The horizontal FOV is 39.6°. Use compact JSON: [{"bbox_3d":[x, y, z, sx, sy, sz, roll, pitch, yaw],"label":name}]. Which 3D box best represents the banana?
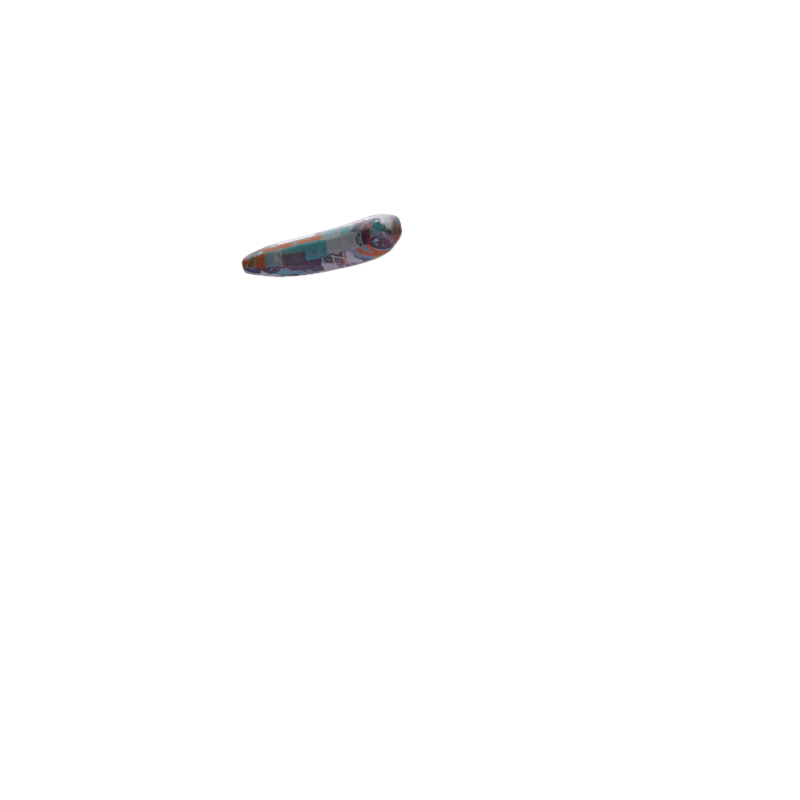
[{"bbox_3d":[-0.062,-0.141,1.002,0.066,0.038,0.202,8,-12,-41],"label":"banana"}]
